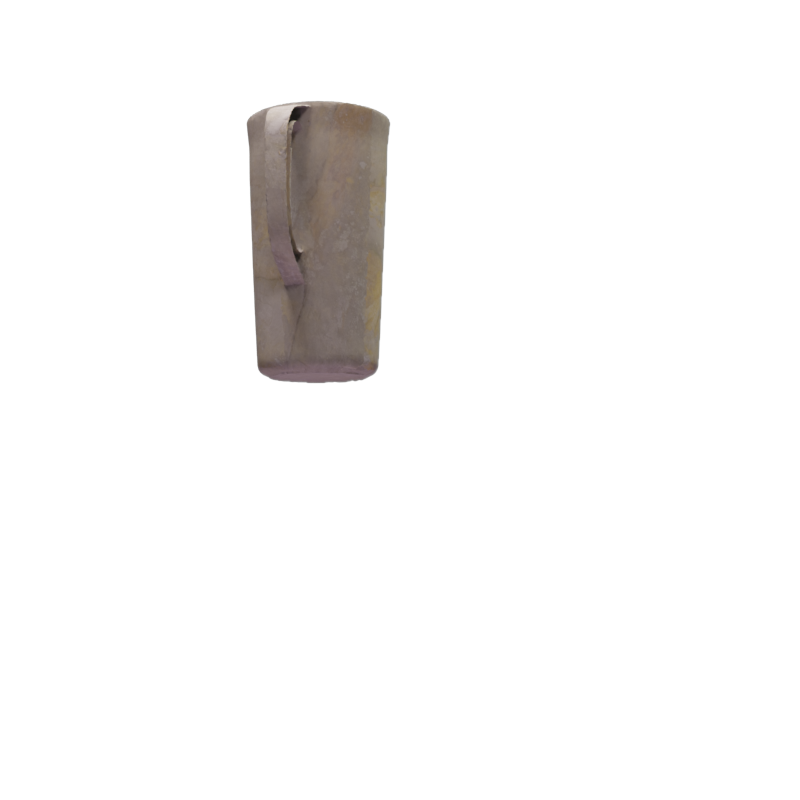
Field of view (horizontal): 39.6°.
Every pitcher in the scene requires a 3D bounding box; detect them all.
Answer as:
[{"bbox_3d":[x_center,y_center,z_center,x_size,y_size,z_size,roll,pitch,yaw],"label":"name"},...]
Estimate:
[{"bbox_3d":[-0.078,-0.142,0.998,0.144,0.250,0.146,5,-12,-28],"label":"pitcher"}]
